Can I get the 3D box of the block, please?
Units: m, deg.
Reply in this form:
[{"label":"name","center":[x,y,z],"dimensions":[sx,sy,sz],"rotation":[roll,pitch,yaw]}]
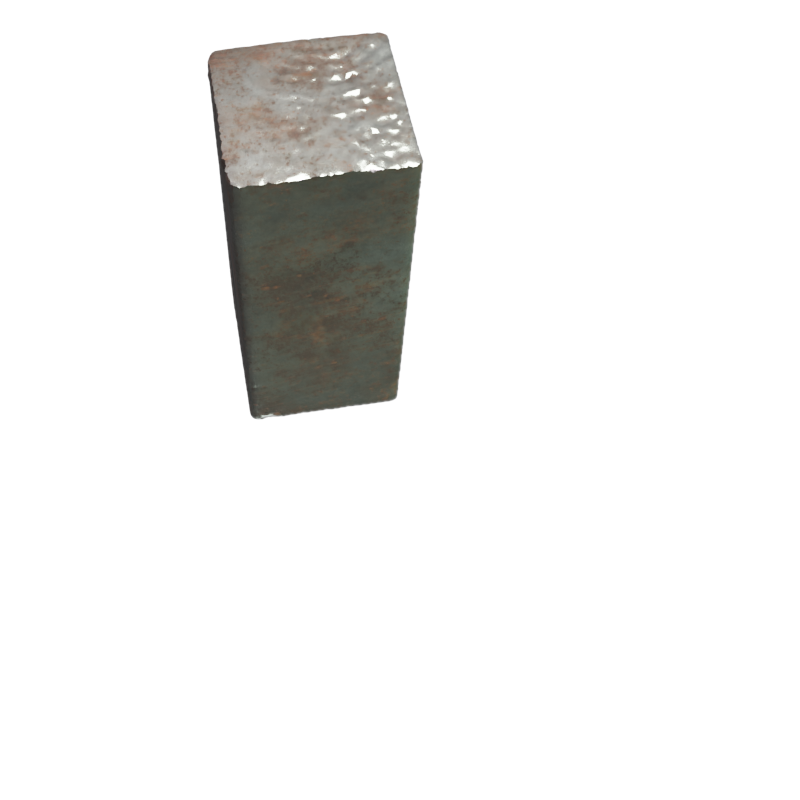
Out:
[{"label":"block","center":[-0.047,-0.084,0.590],"dimensions":[0.089,0.097,0.193],"rotation":[-7,-32,-8]}]
